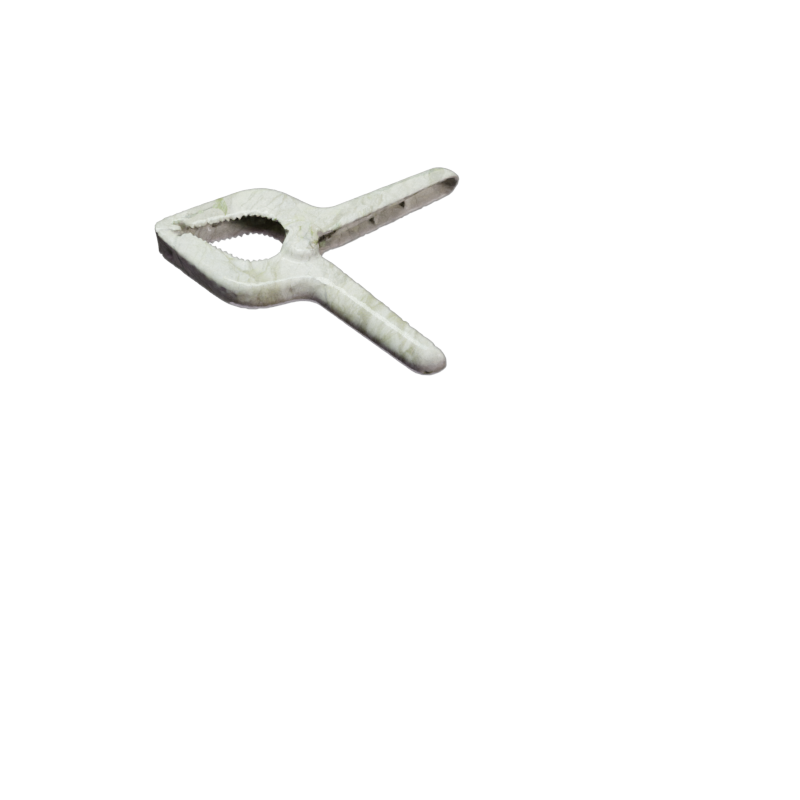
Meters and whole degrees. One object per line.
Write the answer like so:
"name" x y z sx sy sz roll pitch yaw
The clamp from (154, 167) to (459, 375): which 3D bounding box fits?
"clamp" -0.059 -0.108 0.754 0.213 0.174 0.034 11 -35 8
